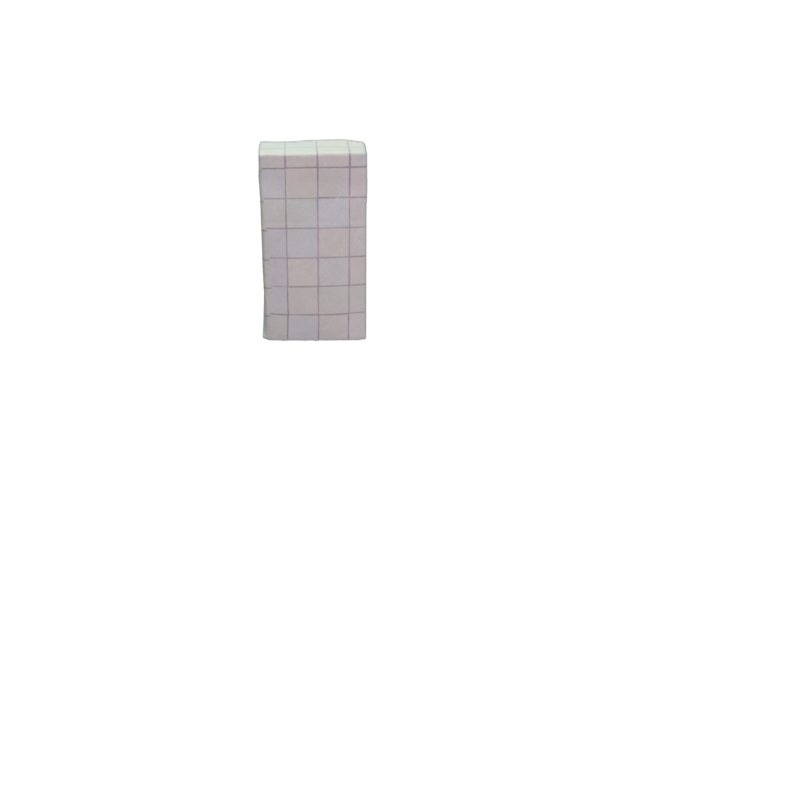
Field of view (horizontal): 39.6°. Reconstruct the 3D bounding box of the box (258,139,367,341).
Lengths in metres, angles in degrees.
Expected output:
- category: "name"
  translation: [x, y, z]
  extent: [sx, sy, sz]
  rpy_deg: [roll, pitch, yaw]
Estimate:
- category: "box"
  translation: [-0.076, -0.138, 0.968]
  extent: [0.093, 0.168, 0.050]
  rpy_deg: [0, 21, -3]
